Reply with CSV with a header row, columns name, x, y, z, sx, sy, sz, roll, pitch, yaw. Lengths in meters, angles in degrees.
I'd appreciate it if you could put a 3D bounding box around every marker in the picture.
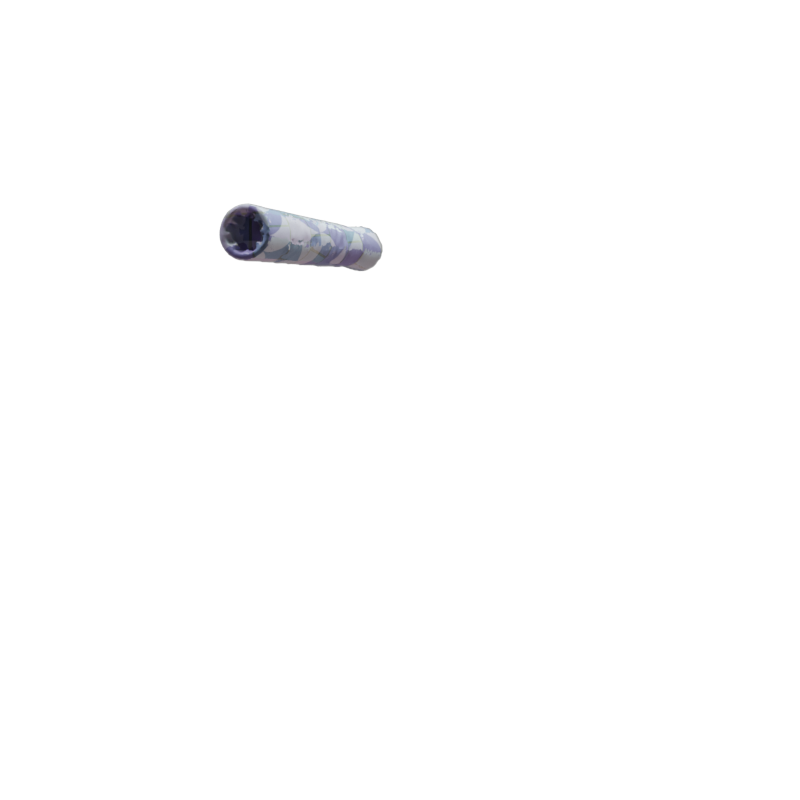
name,x,y,z,sx,sy,sz,roll,pitch,yaw
marker,-0.033,-0.059,0.416,0.020,0.020,0.118,1,5,18
